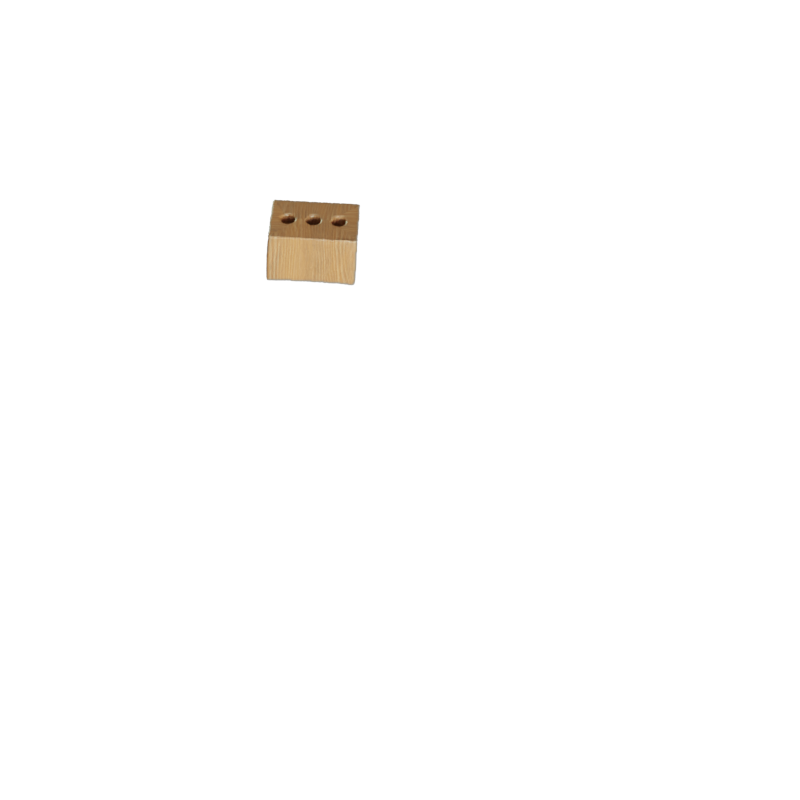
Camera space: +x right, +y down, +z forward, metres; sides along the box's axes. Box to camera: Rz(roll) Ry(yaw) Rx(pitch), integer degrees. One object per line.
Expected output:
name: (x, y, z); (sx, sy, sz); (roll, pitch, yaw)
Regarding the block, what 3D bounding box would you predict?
block: (-0.075, -0.137, 0.961); (0.078, 0.056, 0.048); (3, -45, 1)
